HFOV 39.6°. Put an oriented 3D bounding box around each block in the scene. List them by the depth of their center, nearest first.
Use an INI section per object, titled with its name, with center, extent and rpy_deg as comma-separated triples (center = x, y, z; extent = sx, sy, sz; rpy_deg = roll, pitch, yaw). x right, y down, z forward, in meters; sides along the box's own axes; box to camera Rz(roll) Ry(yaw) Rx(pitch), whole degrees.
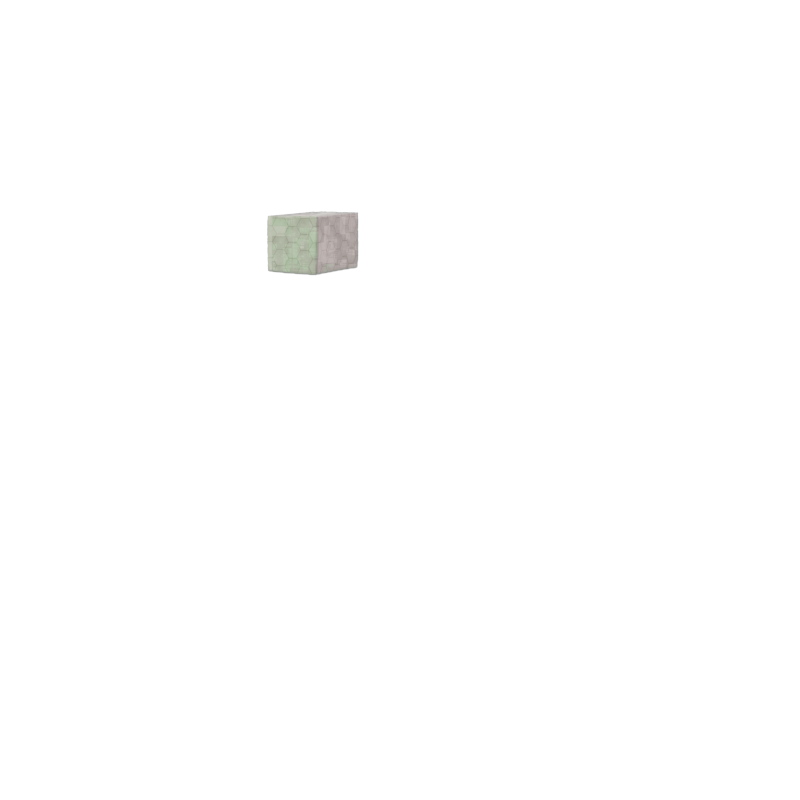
[block]
center = -0.078, -0.142, 0.996
extent = 0.055, 0.050, 0.077
rpy_deg = 5, 11, 26
